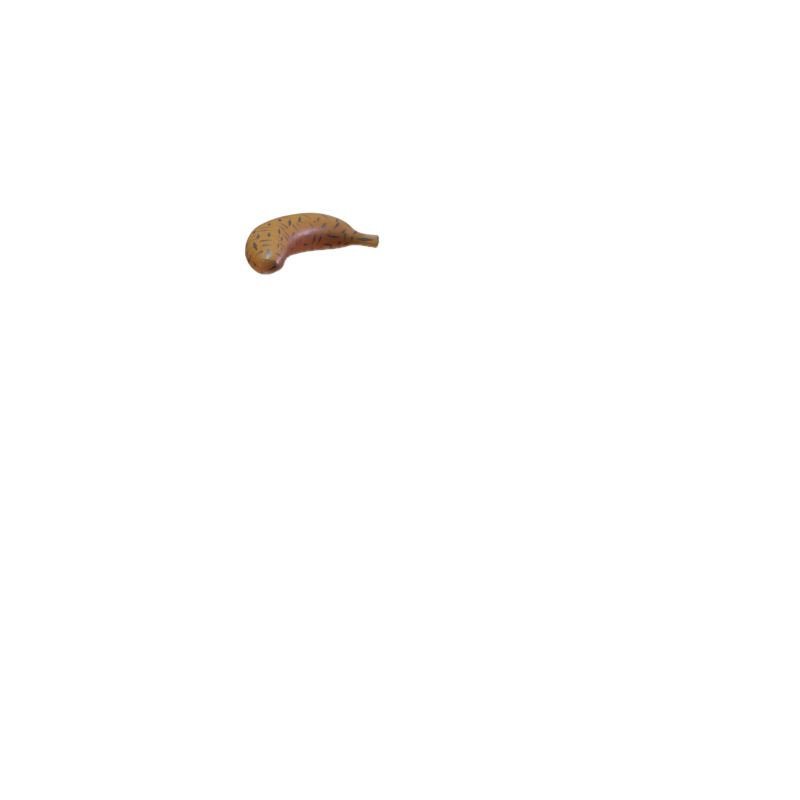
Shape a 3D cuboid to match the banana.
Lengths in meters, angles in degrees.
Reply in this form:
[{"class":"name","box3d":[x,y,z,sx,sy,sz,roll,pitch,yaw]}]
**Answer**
[{"class":"banana","box3d":[-0.090,-0.139,0.963,0.072,0.036,0.196,7,18,25]}]
